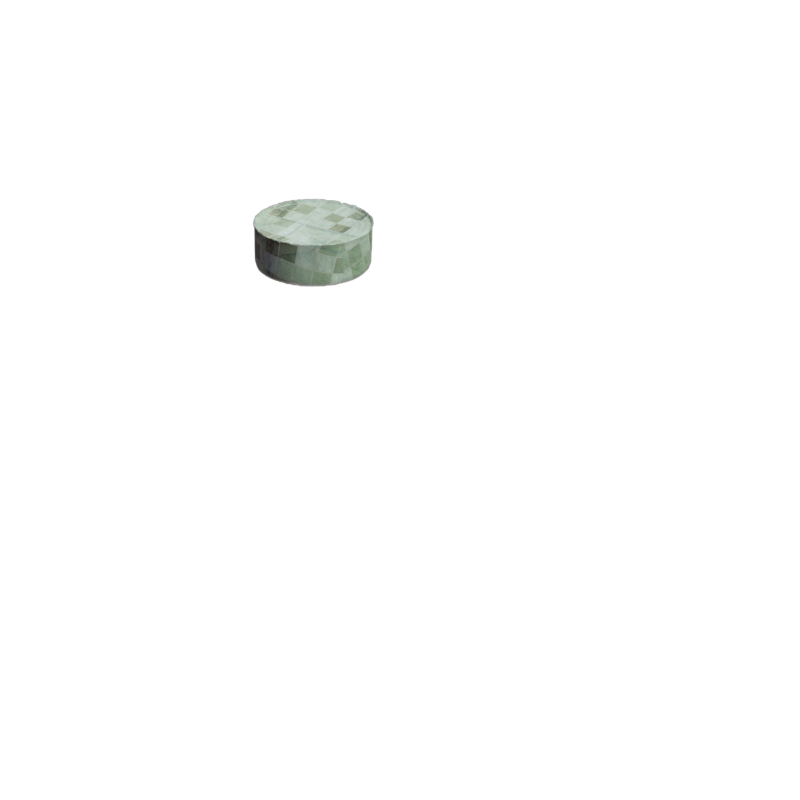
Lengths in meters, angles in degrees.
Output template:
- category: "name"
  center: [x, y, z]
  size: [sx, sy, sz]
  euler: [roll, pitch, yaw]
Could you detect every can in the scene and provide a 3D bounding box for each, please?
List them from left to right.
- category: "can"
  center: [-0.062, -0.113, 0.794]
  size: [0.086, 0.032, 0.091]
  euler: [-1, 29, -2]
